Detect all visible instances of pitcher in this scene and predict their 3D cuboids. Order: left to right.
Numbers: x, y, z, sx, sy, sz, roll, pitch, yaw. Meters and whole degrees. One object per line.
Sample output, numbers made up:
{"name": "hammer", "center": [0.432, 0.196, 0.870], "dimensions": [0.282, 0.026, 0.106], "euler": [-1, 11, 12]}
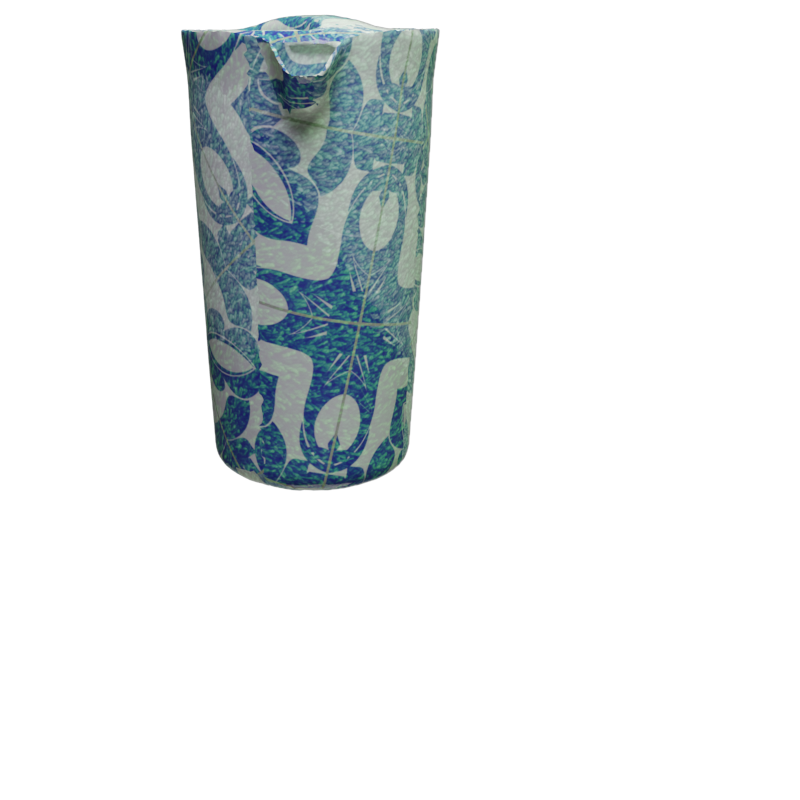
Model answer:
{"name": "pitcher", "center": [-0.047, -0.087, 0.607], "dimensions": [0.153, 0.236, 0.146], "euler": [13, 19, 41]}
